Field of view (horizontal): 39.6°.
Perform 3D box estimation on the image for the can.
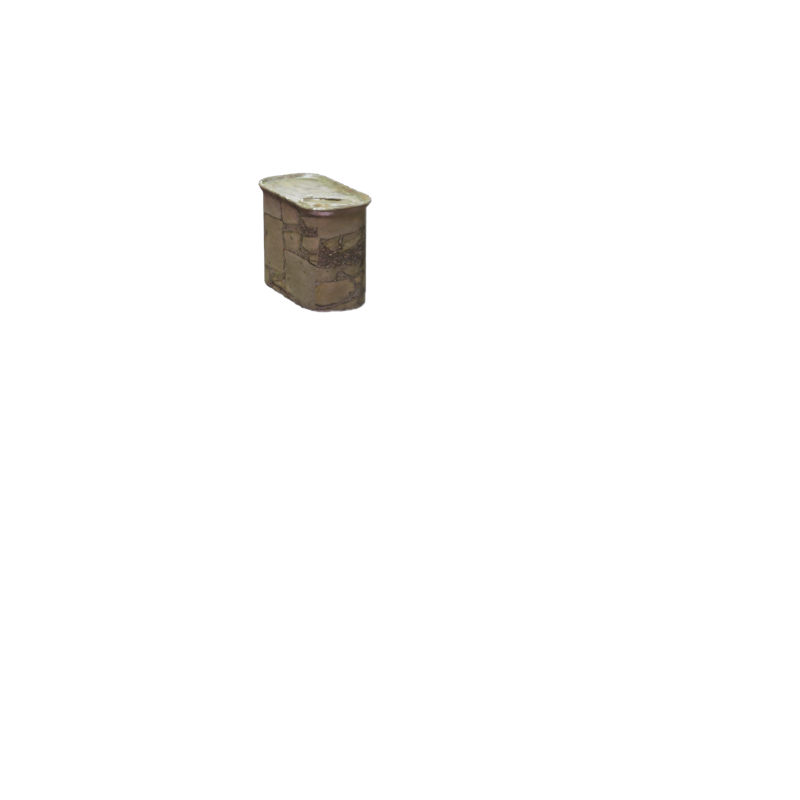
[{"bbox_3d":[-0.066,-0.121,0.850,0.056,0.080,0.109,-11,25,-29],"label":"can"}]
